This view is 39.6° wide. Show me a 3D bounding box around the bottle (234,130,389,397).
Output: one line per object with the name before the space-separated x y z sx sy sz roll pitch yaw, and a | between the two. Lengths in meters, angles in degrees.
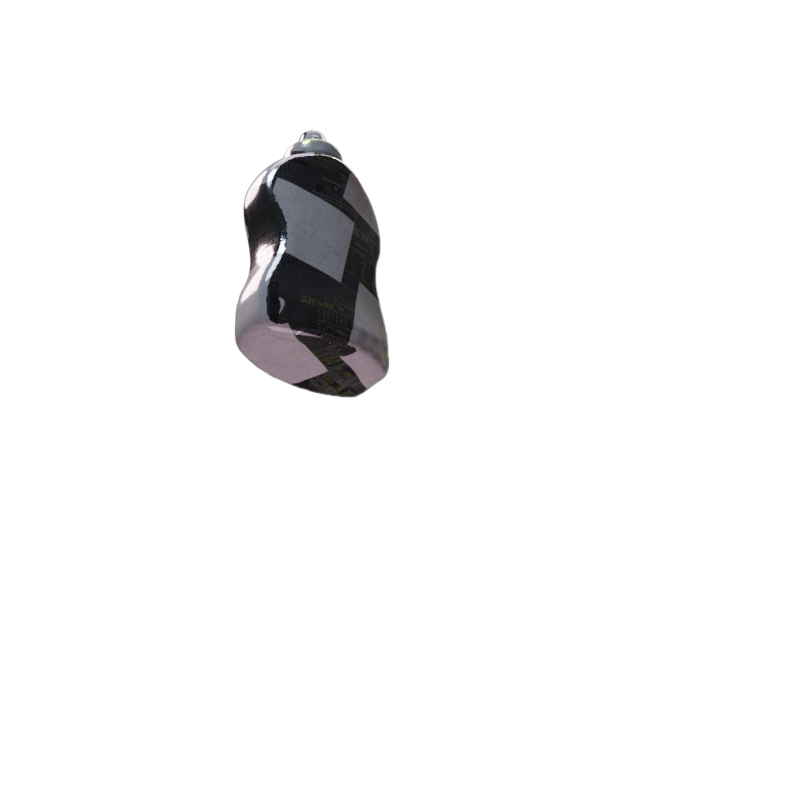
bottle | -0.056 -0.101 0.710 0.091 0.206 0.057 22 -44 -29
